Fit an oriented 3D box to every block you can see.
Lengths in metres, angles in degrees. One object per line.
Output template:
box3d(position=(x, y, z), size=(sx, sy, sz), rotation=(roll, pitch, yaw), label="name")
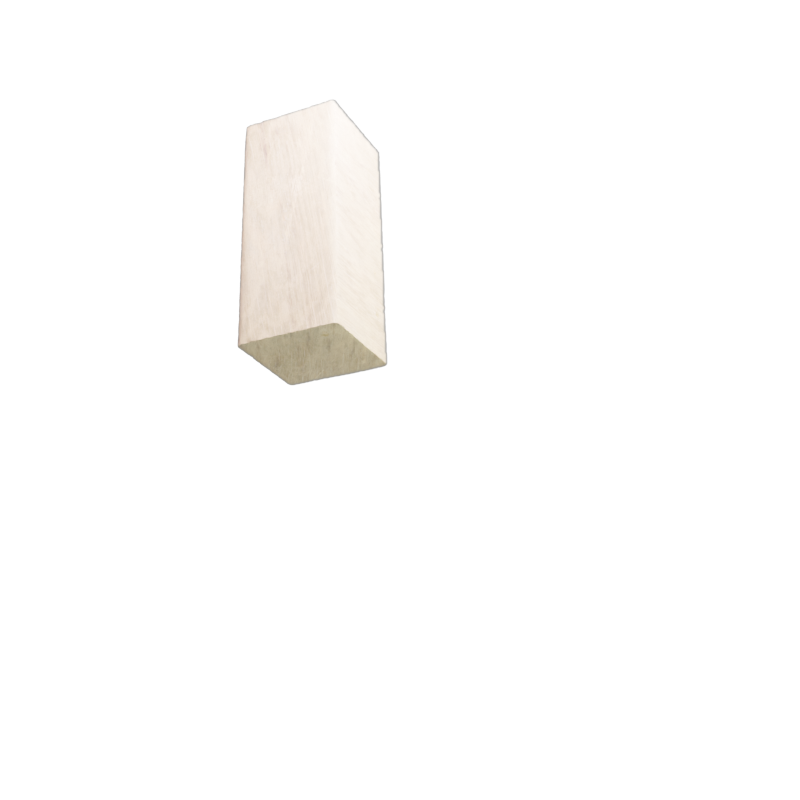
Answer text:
box3d(position=(-0.072, -0.130, 0.911), size=(0.091, 0.219, 0.084), rotation=(-14, -30, 22), label="block")
